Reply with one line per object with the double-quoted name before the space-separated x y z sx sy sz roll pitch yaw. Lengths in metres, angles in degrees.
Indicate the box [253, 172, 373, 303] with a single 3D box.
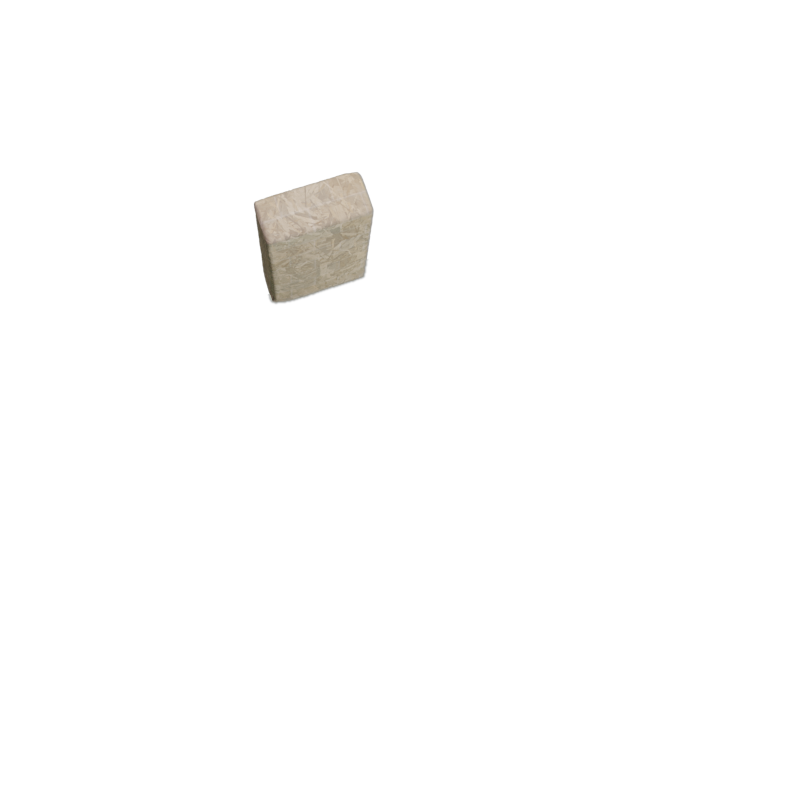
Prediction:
"box" -0.076 -0.139 0.970 0.093 0.050 0.169 -18 -13 -8
